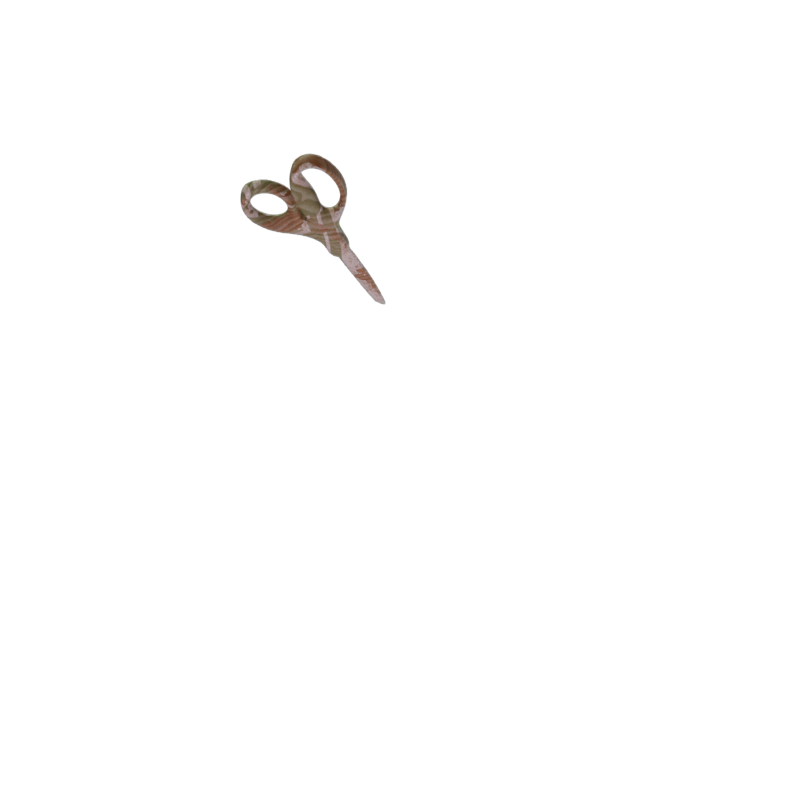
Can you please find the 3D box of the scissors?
[{"bbox_3d":[-0.074,-0.135,0.943,0.097,0.017,0.187,-5,-34,7],"label":"scissors"}]
